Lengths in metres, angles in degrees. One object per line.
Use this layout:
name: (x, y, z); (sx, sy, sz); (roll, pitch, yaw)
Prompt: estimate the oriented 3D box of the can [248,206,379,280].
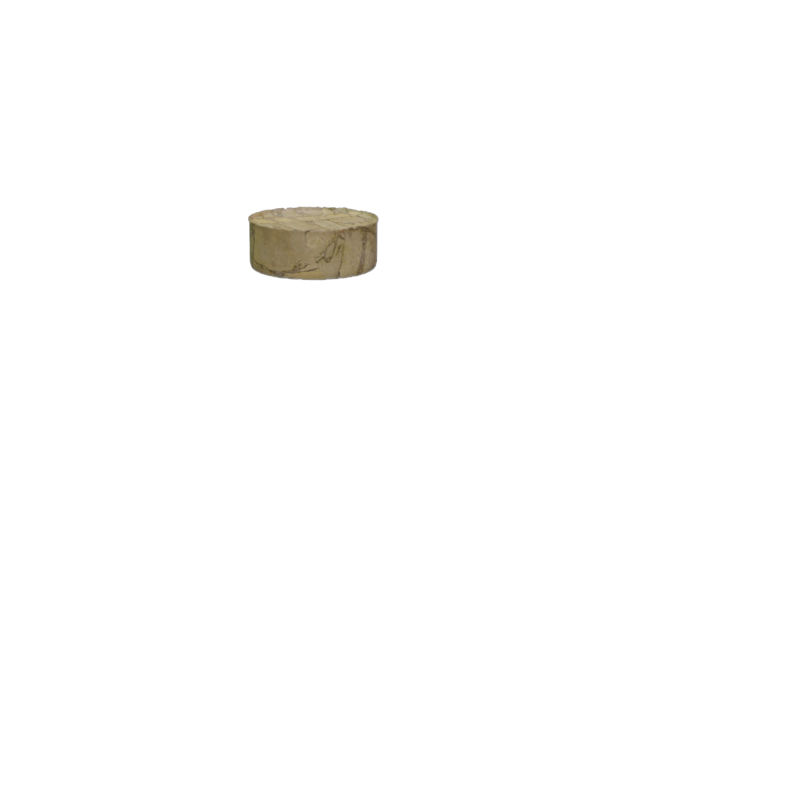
can: (-0.057, -0.104, 0.730); (0.086, 0.032, 0.089); (-1, 18, -2)
